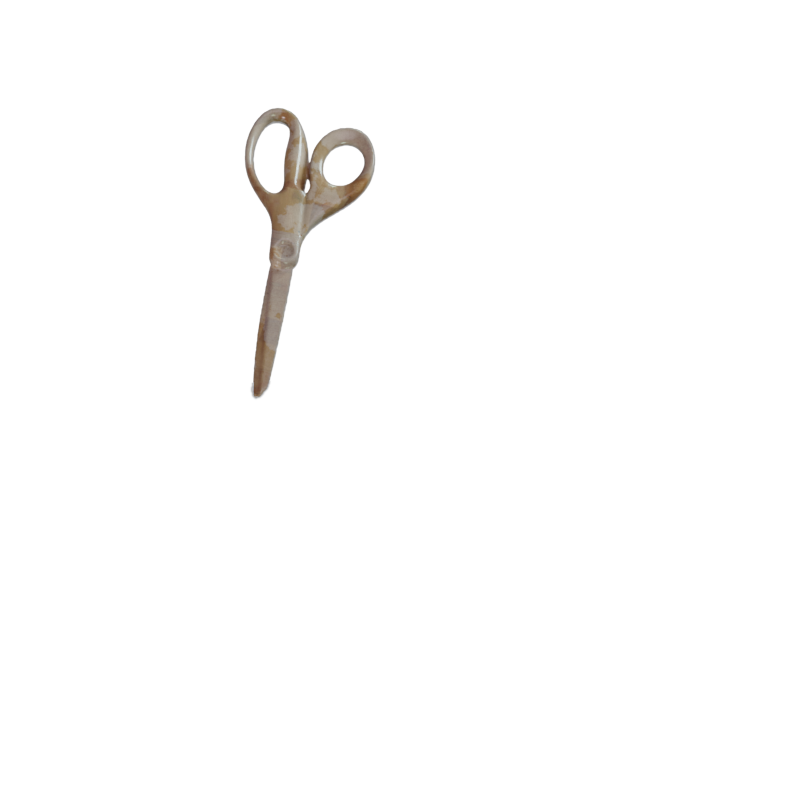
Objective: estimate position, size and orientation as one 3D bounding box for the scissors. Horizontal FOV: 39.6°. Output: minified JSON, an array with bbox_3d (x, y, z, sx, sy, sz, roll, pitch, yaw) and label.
[{"bbox_3d":[-0.056,-0.102,0.716,0.096,0.214,0.015,-7,-24,-3],"label":"scissors"}]
